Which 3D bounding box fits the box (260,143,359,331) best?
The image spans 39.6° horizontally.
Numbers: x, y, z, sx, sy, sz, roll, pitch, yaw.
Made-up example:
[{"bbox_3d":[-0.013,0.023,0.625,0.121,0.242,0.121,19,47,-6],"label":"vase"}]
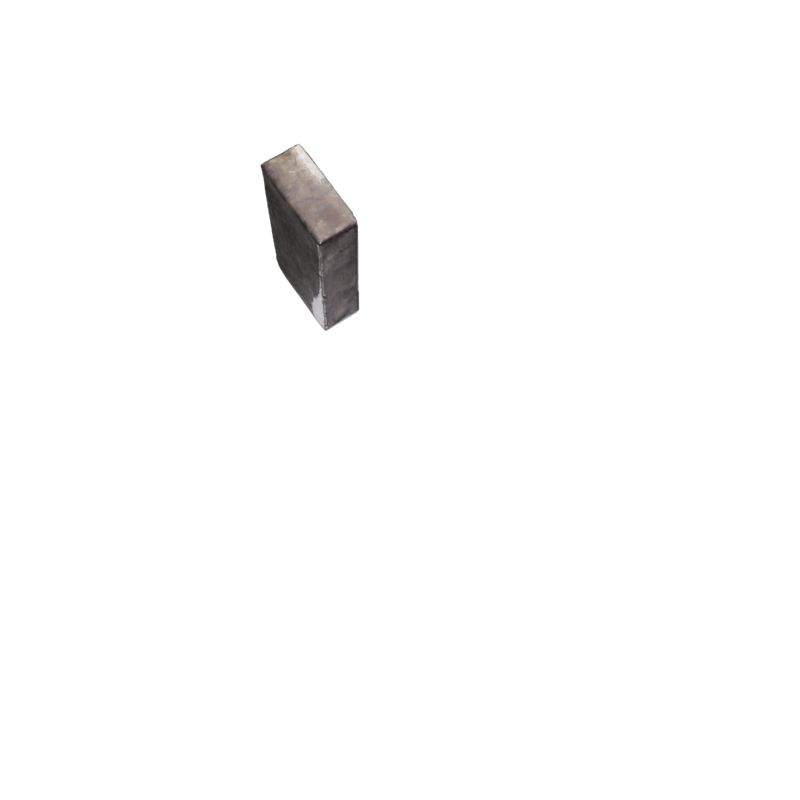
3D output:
[{"bbox_3d":[-0.076,-0.139,0.972,0.048,0.098,0.167,-30,-18,-15],"label":"box"}]
